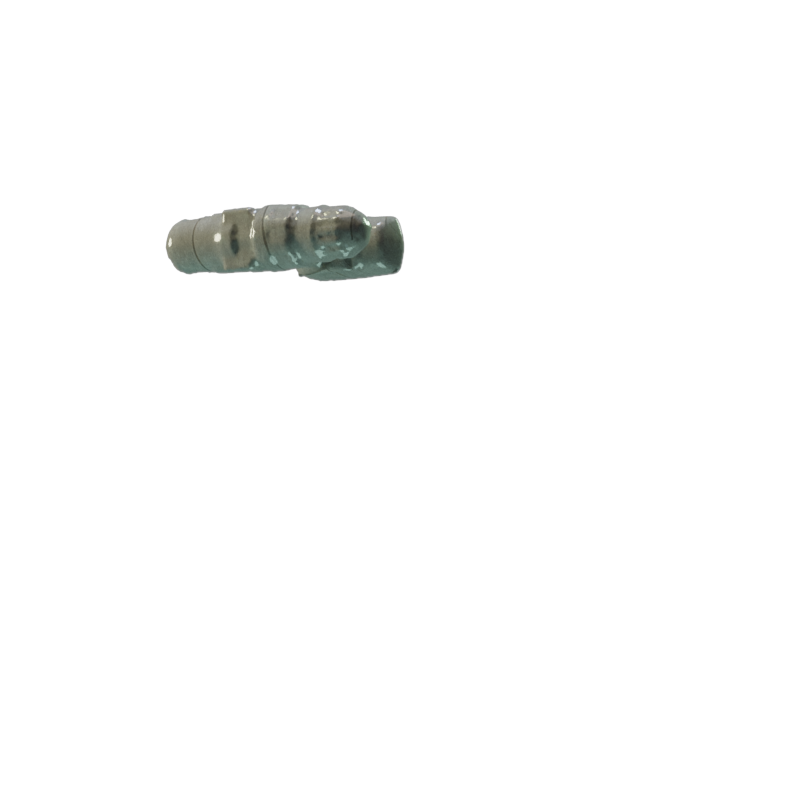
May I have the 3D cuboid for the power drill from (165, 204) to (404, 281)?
[{"bbox_3d":[-0.072,-0.132,0.925,0.191,0.058,0.181,2,3,31],"label":"power drill"}]
